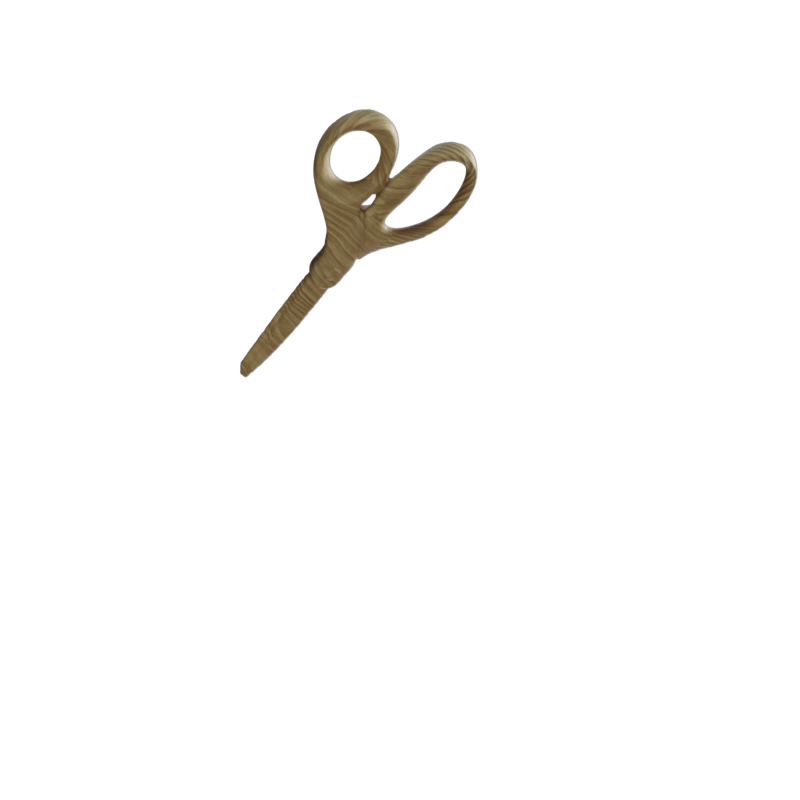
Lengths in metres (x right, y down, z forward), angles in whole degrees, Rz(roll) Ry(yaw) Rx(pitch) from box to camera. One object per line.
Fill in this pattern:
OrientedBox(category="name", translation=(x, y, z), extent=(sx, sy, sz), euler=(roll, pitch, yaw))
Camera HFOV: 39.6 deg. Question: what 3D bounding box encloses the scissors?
OrientedBox(category="scissors", translation=(-0.049, -0.089, 0.623), extent=(0.200, 0.017, 0.090), euler=(-33, -58, 24))
